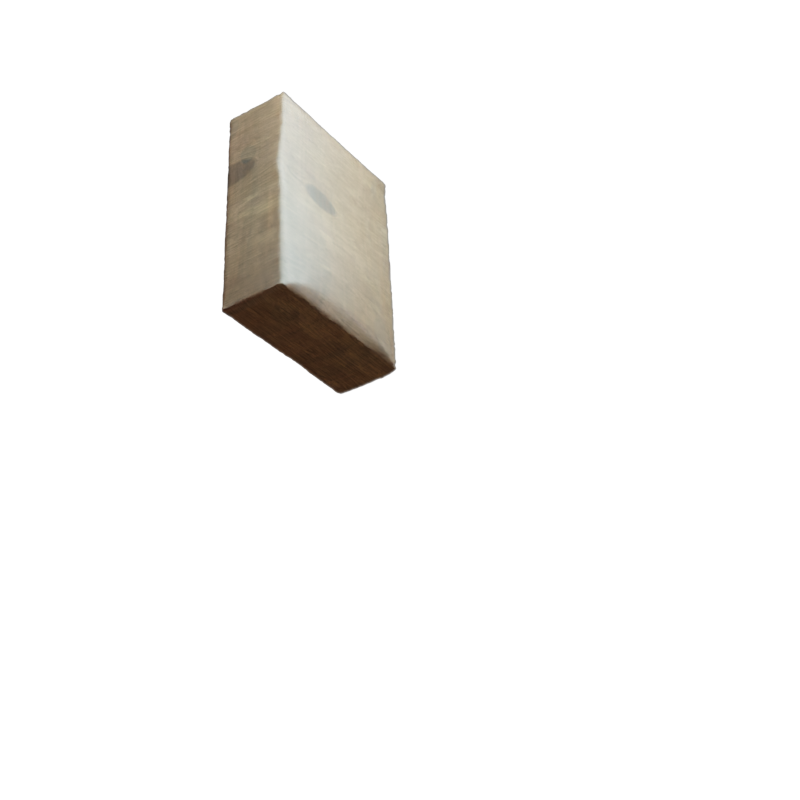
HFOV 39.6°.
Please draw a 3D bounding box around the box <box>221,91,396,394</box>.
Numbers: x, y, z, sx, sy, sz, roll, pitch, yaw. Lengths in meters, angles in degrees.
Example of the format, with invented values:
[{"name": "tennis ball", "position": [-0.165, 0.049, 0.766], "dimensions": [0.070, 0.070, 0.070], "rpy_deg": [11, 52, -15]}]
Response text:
[{"name": "box", "position": [-0.076, -0.138, 0.966], "dimensions": [0.072, 0.229, 0.152], "rpy_deg": [-24, -40, 27]}]
